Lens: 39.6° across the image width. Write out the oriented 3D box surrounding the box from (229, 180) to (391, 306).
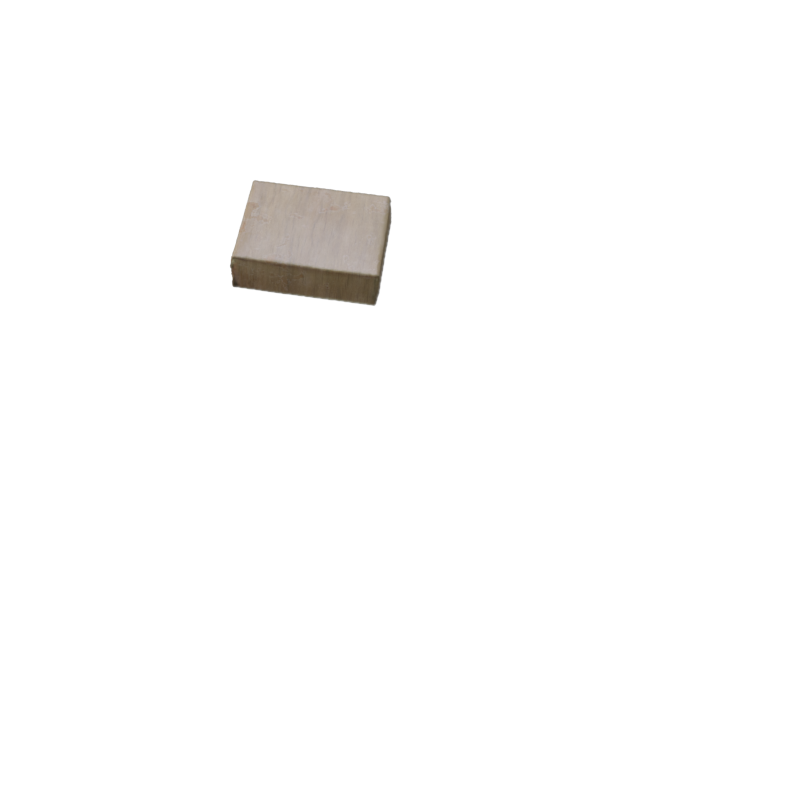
[{"bbox_3d":[-0.067,-0.121,0.850,0.114,0.096,0.036,5,-43,5],"label":"box"}]
